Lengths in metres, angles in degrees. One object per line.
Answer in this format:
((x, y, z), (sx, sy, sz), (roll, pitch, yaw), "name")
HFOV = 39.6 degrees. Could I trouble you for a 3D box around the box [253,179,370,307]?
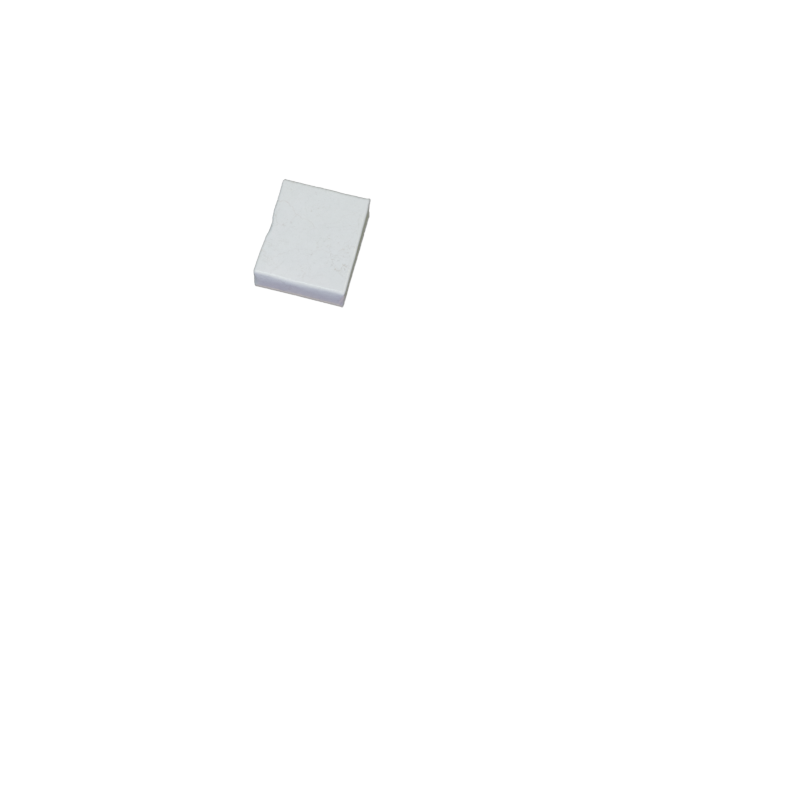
((-0.068, -0.125, 0.873), (0.074, 0.093, 0.029), (13, -24, 5), "box")
